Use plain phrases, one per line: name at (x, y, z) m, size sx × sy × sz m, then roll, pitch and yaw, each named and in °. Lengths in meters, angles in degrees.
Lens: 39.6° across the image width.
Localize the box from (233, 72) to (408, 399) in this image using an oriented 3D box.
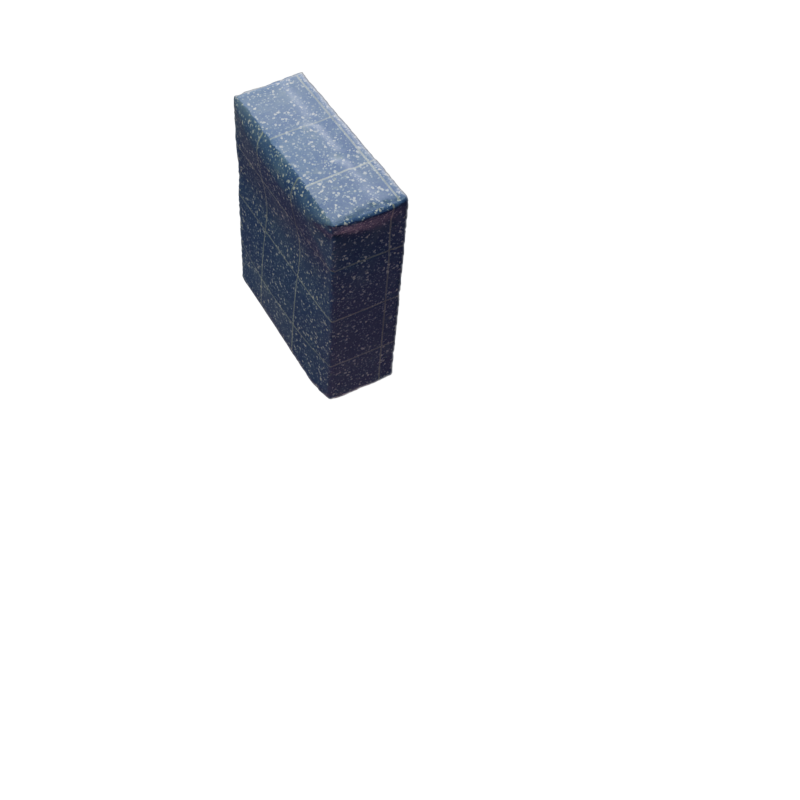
box at (-0.070, -0.128, 0.896) m, size 0.071 × 0.177 × 0.199 m, roll -22°, pitch -34°, yaw -20°
